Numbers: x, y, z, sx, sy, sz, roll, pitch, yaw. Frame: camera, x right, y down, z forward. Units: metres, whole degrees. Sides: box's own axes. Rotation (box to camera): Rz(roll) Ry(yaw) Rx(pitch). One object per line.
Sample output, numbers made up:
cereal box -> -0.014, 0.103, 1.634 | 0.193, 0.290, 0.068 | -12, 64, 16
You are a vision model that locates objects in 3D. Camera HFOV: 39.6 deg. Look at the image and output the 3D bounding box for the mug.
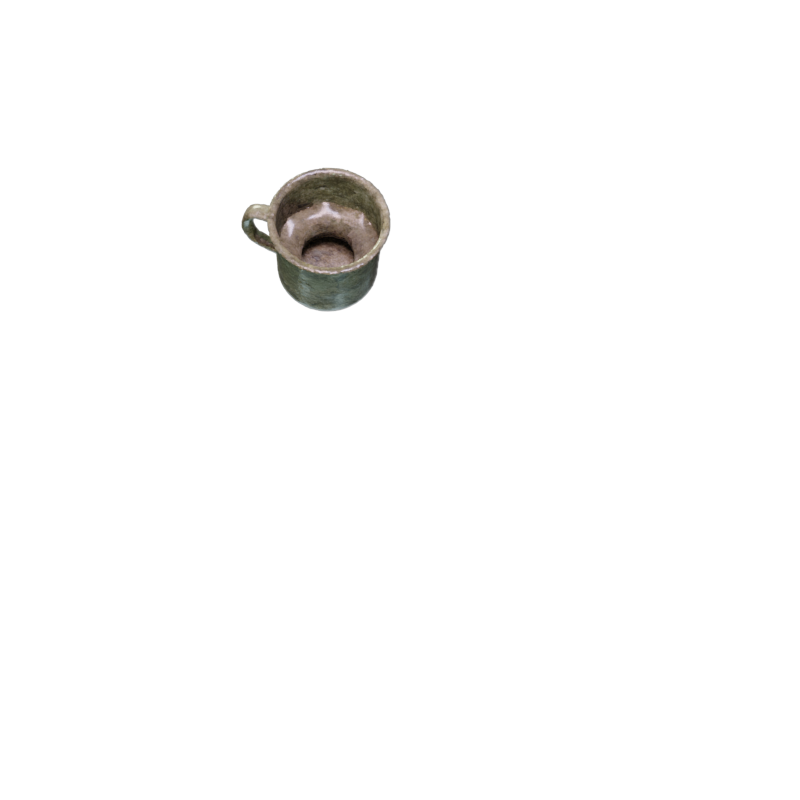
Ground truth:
mug -> -0.068, -0.124, 0.868 | 0.118, 0.098, 0.077 | 13, -26, 5
